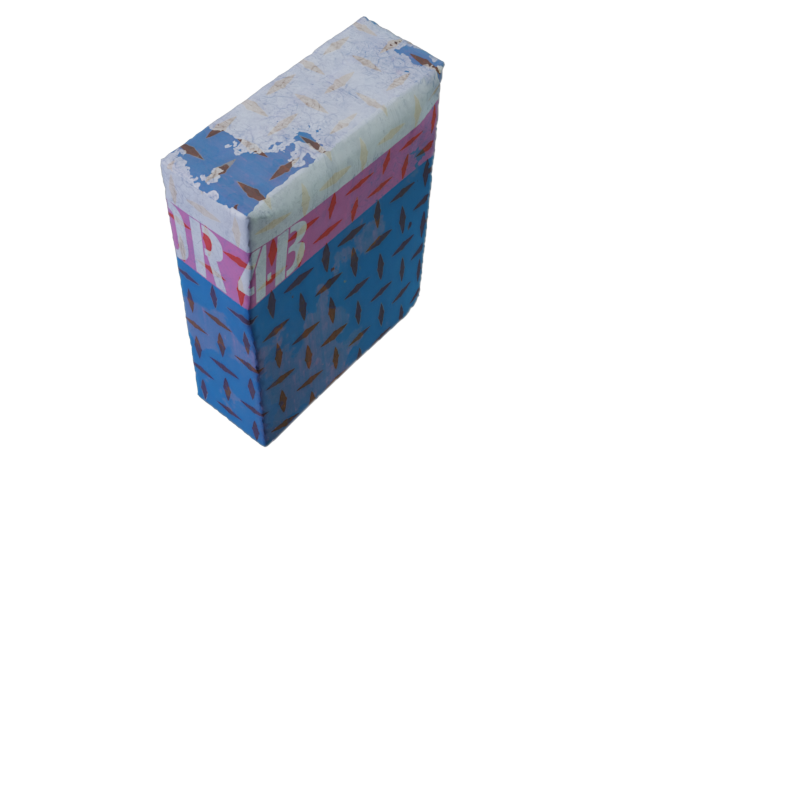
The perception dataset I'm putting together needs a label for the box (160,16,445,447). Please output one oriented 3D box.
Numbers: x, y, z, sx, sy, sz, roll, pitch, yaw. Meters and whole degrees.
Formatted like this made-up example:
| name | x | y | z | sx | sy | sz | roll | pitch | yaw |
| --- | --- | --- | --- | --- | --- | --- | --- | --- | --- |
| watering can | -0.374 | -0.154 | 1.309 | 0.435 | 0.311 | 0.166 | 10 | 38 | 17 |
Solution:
| name | x | y | z | sx | sy | sz | roll | pitch | yaw |
| --- | --- | --- | --- | --- | --- | --- | --- | --- | --- |
| box | -0.052 | -0.095 | 0.667 | 0.076 | 0.167 | 0.200 | 34 | -32 | 20 |
